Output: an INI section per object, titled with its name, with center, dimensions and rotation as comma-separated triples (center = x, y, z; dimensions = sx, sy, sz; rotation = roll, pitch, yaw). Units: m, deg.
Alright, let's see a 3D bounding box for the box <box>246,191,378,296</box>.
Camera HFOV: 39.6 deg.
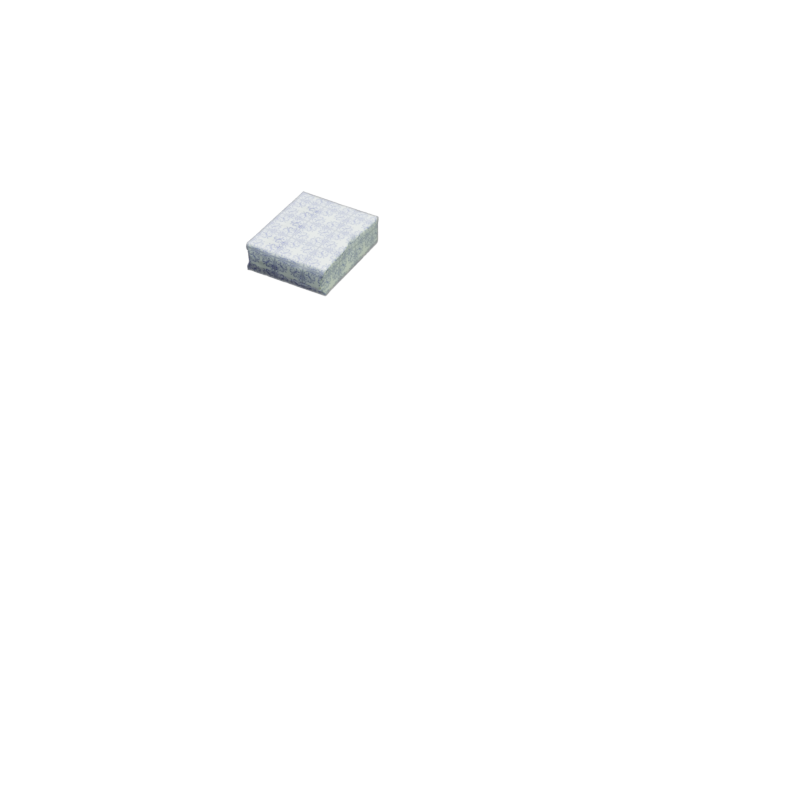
[box]
center = -0.069, -0.127, 0.887
dimensions = 0.076, 0.028, 0.091
rotation = 20, 44, 22
